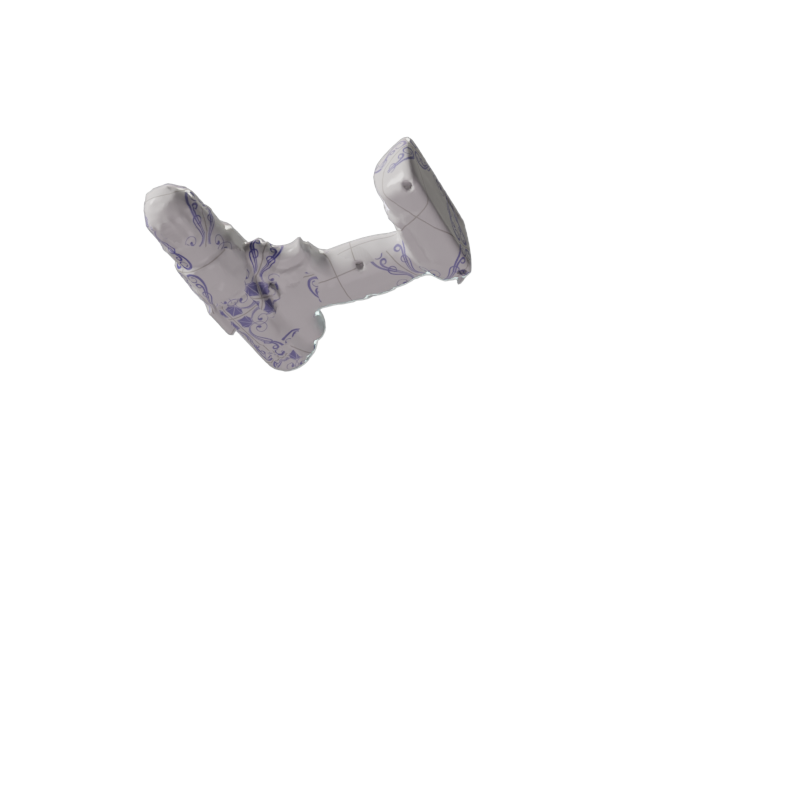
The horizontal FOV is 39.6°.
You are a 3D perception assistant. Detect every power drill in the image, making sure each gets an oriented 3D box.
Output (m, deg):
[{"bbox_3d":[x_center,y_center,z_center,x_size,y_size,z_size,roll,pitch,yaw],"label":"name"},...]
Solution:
[{"bbox_3d":[-0.060,-0.109,0.765,0.189,0.062,0.170,-20,-46,21],"label":"power drill"}]
